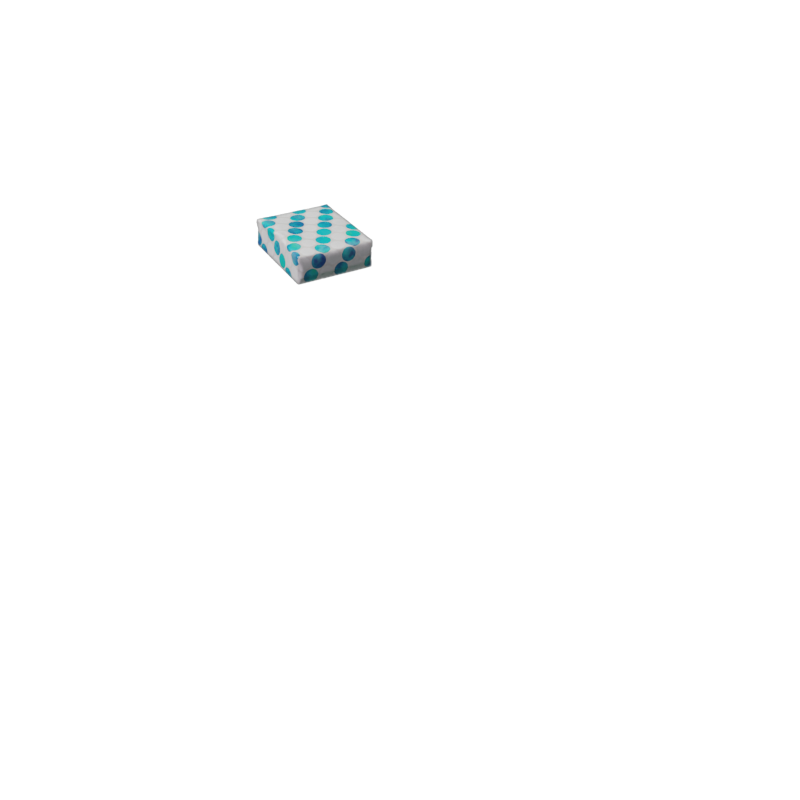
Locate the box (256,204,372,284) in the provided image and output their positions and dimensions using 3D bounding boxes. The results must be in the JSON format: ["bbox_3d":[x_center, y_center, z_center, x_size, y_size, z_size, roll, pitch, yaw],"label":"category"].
[{"bbox_3d":[-0.077,-0.141,0.985,0.072,0.028,0.096,-16,36,-24],"label":"box"}]
